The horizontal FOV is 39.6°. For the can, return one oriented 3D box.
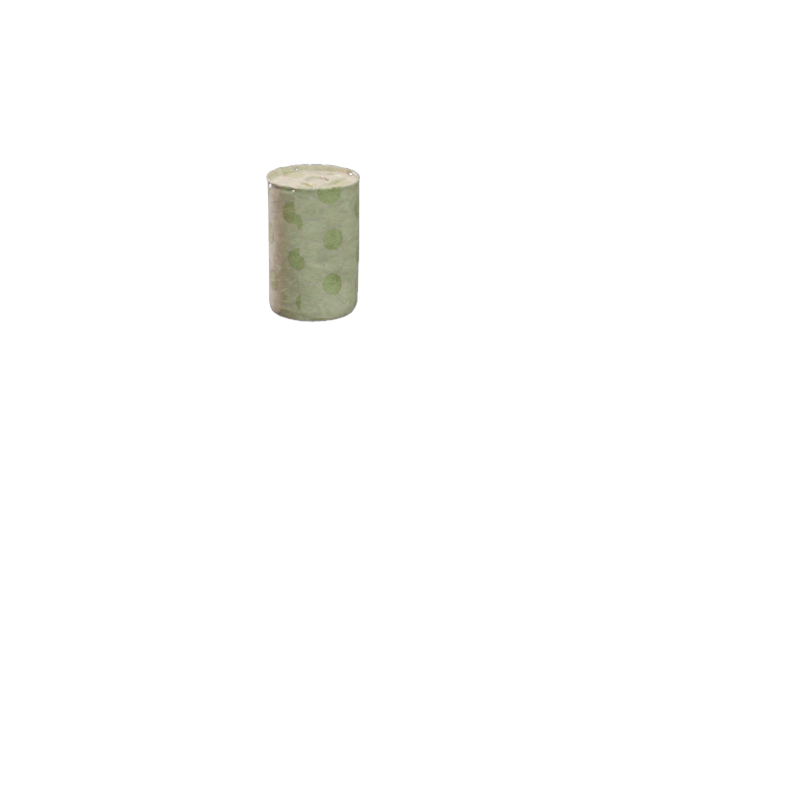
[{"bbox_3d":[-0.064,-0.117,0.819,0.068,0.098,0.072,0,21,-2],"label":"can"}]
